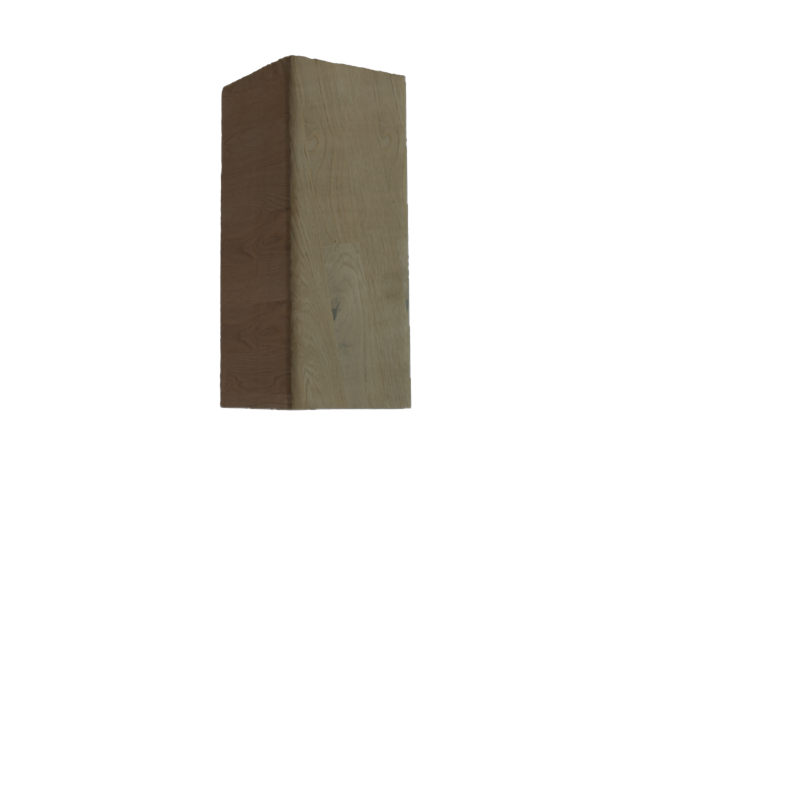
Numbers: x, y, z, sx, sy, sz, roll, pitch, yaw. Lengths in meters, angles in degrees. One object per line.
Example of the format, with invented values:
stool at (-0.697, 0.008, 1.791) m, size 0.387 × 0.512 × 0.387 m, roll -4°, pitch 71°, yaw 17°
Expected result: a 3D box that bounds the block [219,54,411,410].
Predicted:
block at (-0.055, -0.099, 0.694) m, size 0.087 × 0.210 × 0.093 m, roll 4°, pitch -7°, yaw -34°
